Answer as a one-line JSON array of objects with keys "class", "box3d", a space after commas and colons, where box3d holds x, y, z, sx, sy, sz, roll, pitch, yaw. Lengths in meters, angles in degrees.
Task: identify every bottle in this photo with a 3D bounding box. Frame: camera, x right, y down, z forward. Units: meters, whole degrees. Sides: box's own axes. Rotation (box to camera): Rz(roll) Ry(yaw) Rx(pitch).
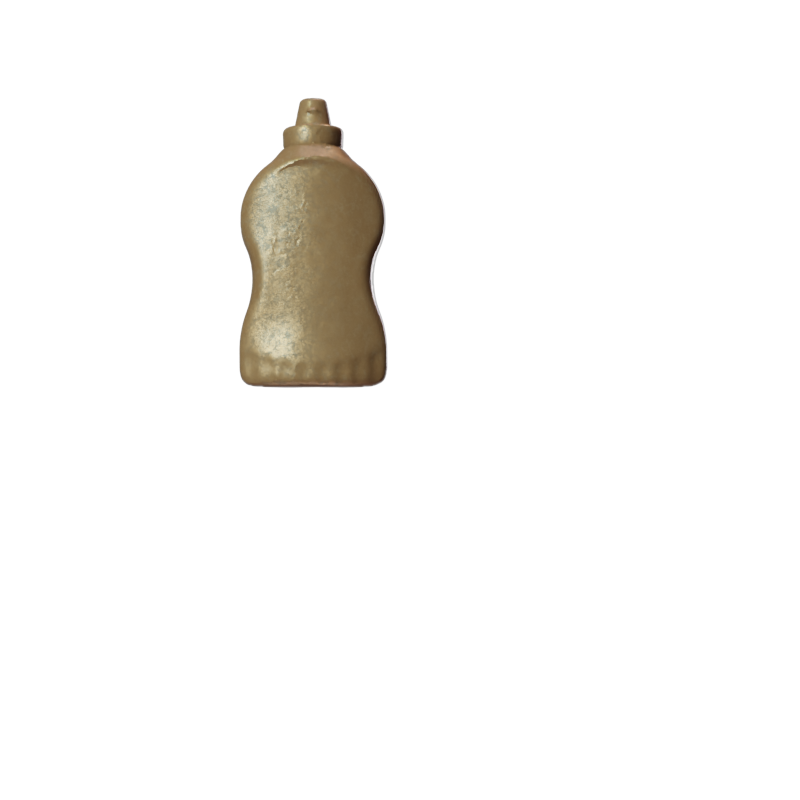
[{"class": "bottle", "box3d": [-0.058, -0.105, 0.735, 0.096, 0.195, 0.057, -1, -7, 1]}]
